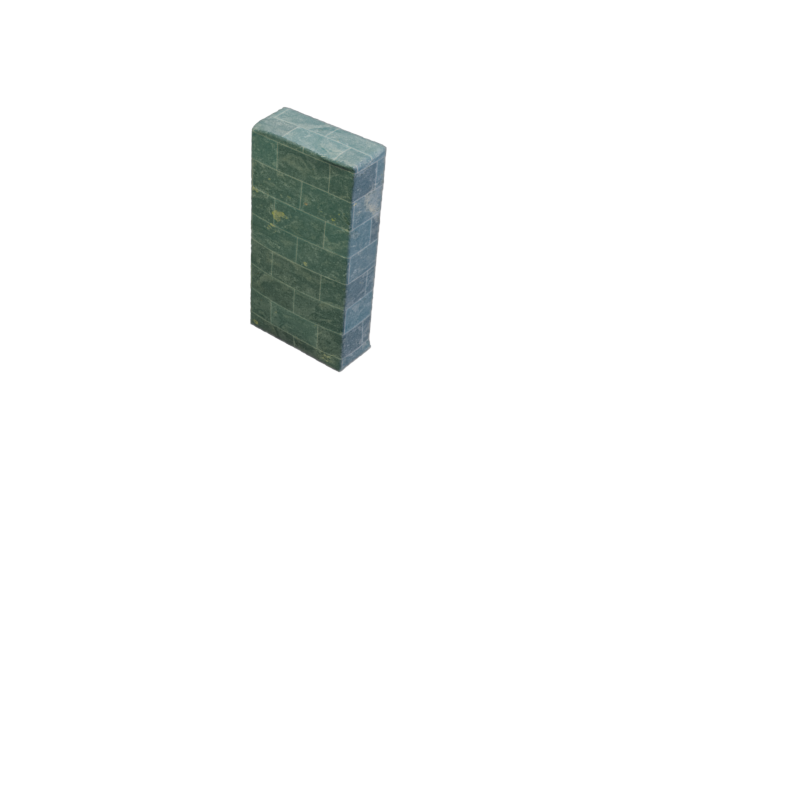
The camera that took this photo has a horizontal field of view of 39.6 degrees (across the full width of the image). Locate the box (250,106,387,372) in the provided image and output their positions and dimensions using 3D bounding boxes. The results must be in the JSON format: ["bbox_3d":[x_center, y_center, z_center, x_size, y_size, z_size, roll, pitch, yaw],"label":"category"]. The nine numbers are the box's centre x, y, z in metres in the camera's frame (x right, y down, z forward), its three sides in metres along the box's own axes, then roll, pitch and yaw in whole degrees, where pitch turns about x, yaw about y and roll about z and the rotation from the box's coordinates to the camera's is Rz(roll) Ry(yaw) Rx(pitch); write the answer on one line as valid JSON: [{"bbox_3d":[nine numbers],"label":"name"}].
[{"bbox_3d":[-0.063,-0.115,0.803,0.099,0.165,0.049,27,44,28],"label":"box"}]
